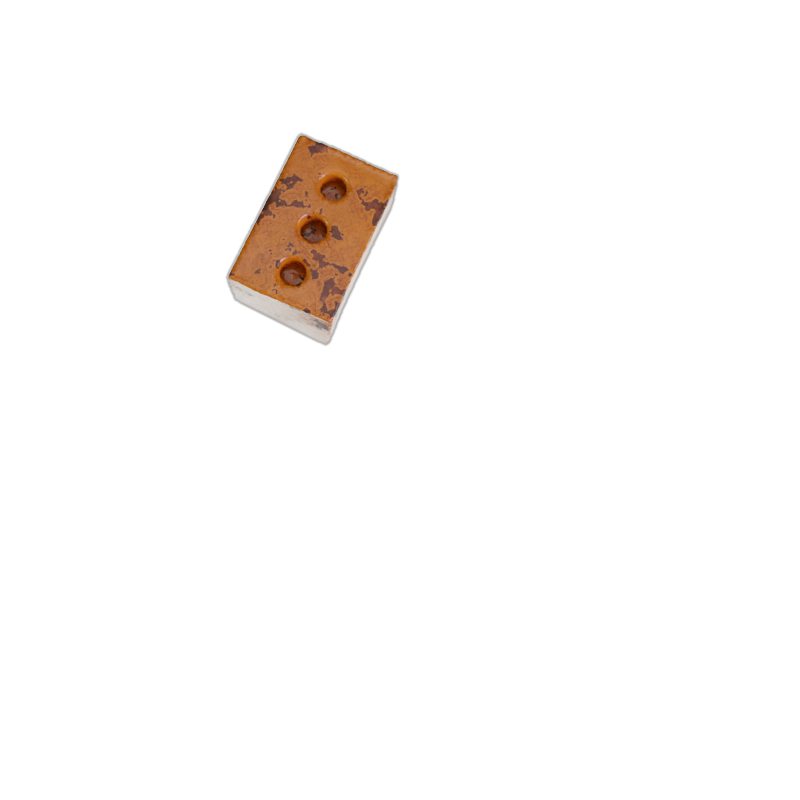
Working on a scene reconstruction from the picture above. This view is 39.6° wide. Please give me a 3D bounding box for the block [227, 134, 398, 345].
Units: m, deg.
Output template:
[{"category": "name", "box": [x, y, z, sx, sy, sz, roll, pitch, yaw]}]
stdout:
[{"category": "block", "box": [-0.041, -0.075, 0.525, 0.053, 0.080, 0.050, 24, -11, 2]}]
